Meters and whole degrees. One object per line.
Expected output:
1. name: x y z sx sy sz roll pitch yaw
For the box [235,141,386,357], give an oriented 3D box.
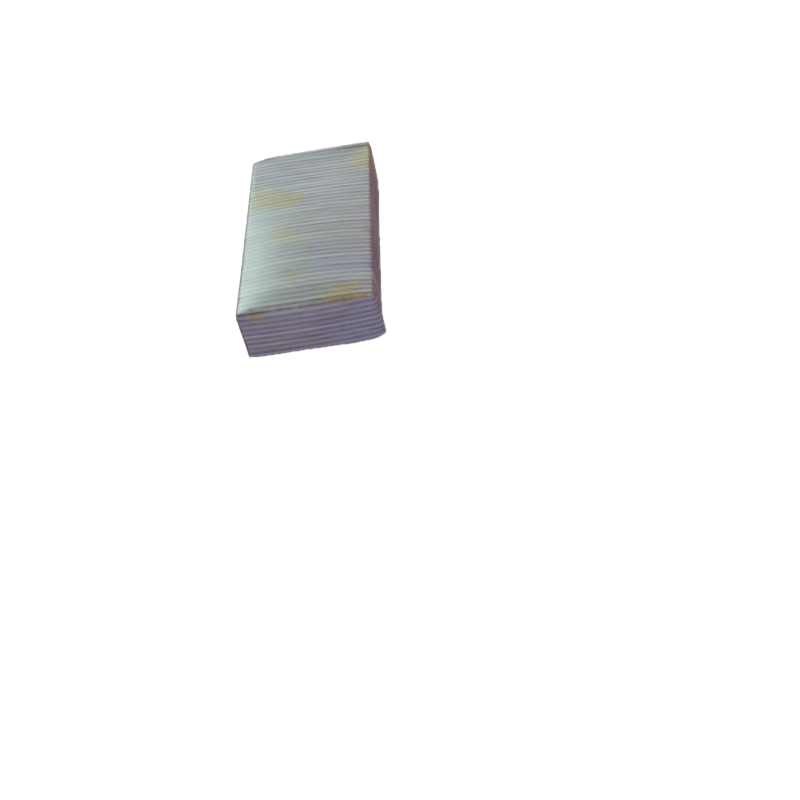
1. box: -0.061 -0.111 0.775 0.094 0.189 0.044 -9 -45 6
